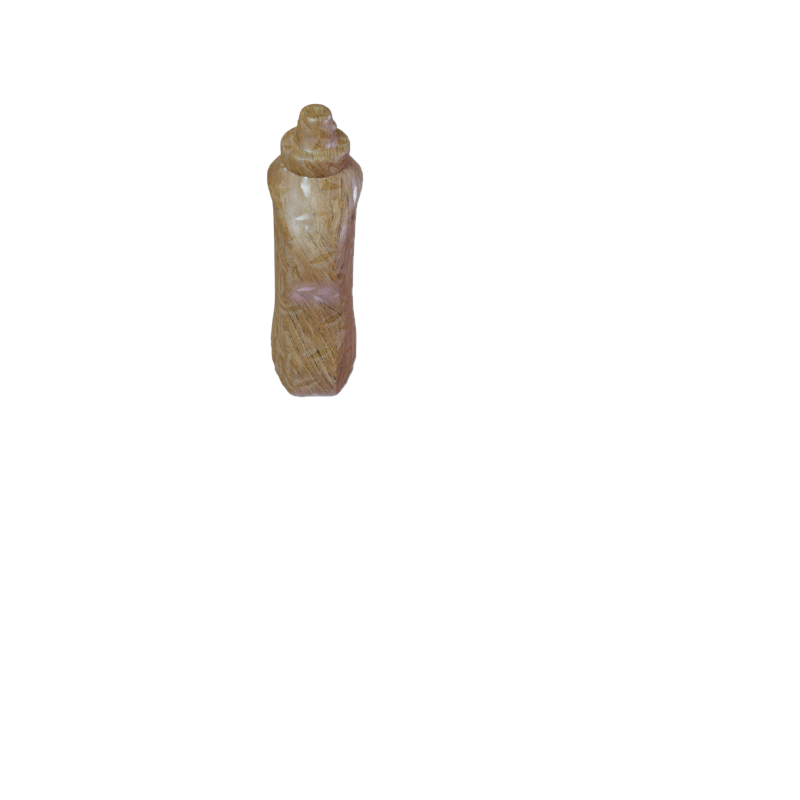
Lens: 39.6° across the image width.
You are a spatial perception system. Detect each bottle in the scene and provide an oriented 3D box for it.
[{"bbox_3d":[-0.054,-0.099,0.694,0.058,0.179,0.103,1,42,-3],"label":"bottle"}]
